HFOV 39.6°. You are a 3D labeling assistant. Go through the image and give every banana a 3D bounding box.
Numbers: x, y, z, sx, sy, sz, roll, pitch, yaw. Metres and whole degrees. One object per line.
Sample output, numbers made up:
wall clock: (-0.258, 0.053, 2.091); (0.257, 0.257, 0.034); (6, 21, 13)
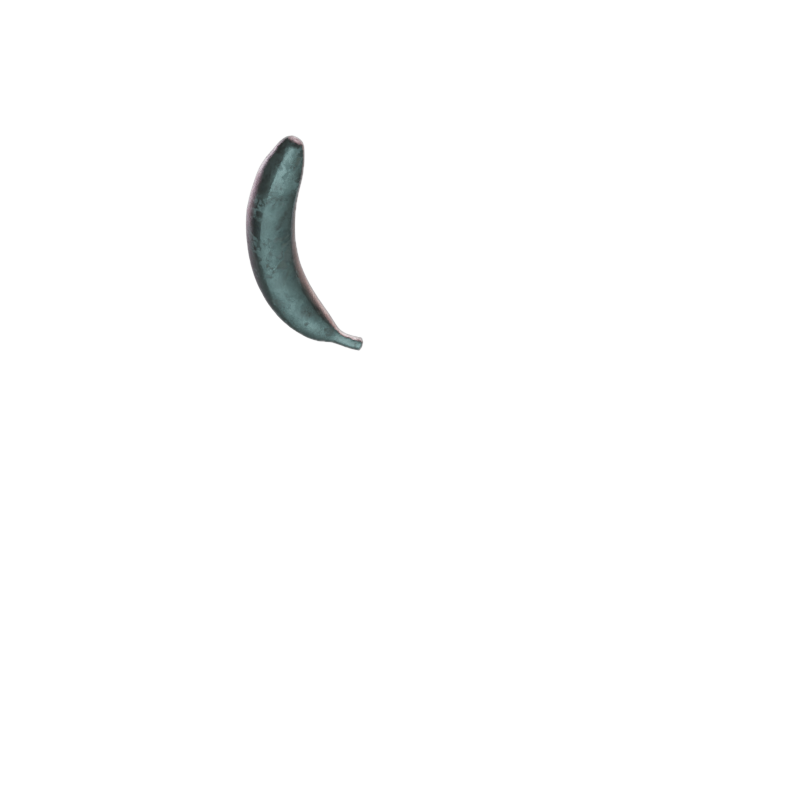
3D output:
banana: (-0.084, -0.115, 0.857); (0.070, 0.183, 0.039); (-12, 36, 8)
